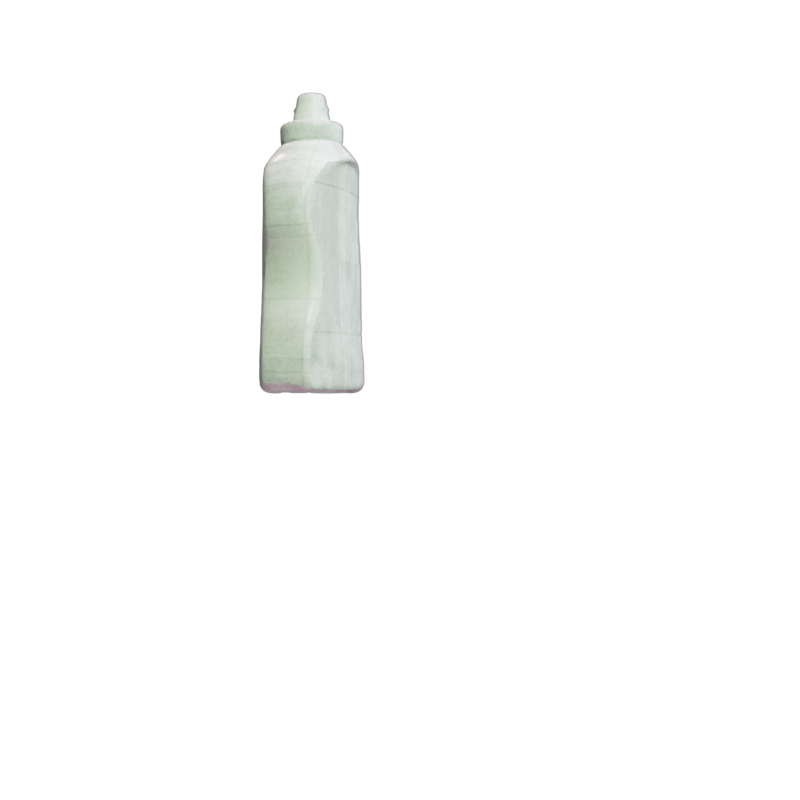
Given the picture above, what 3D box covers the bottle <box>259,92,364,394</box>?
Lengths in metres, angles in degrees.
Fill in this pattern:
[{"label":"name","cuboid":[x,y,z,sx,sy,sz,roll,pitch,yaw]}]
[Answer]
[{"label":"bottle","cuboid":[-0.056,-0.101,0.707,0.060,0.195,0.092,-3,-6,21]}]
